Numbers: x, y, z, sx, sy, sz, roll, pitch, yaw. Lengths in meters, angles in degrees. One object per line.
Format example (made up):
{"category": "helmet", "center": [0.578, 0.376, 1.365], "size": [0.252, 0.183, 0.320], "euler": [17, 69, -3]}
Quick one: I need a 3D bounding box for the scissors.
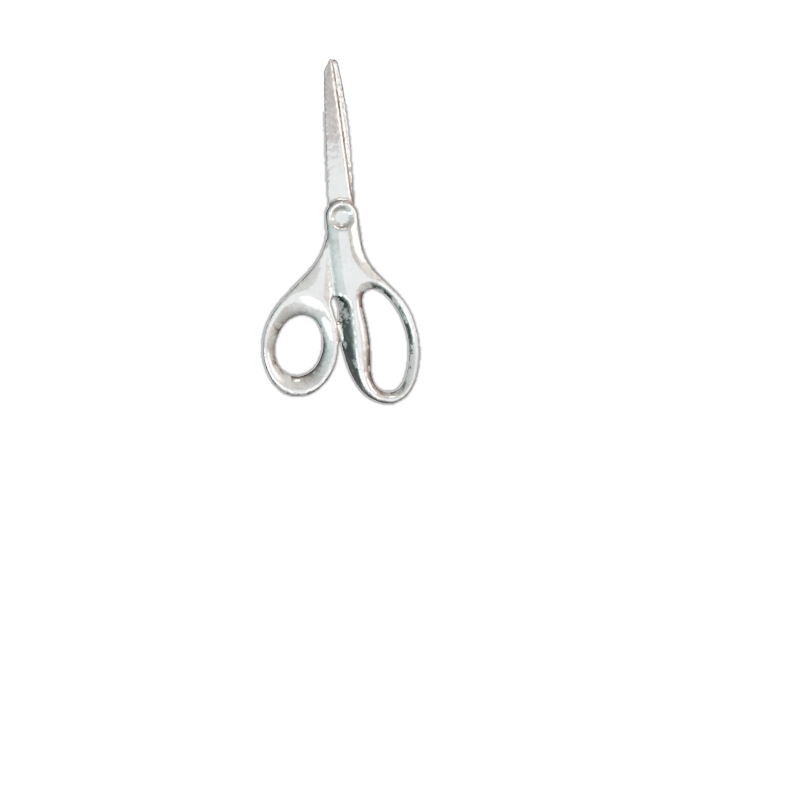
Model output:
{"category": "scissors", "center": [-0.049, -0.090, 0.631], "size": [0.096, 0.208, 0.015], "euler": [-19, -11, -4]}
